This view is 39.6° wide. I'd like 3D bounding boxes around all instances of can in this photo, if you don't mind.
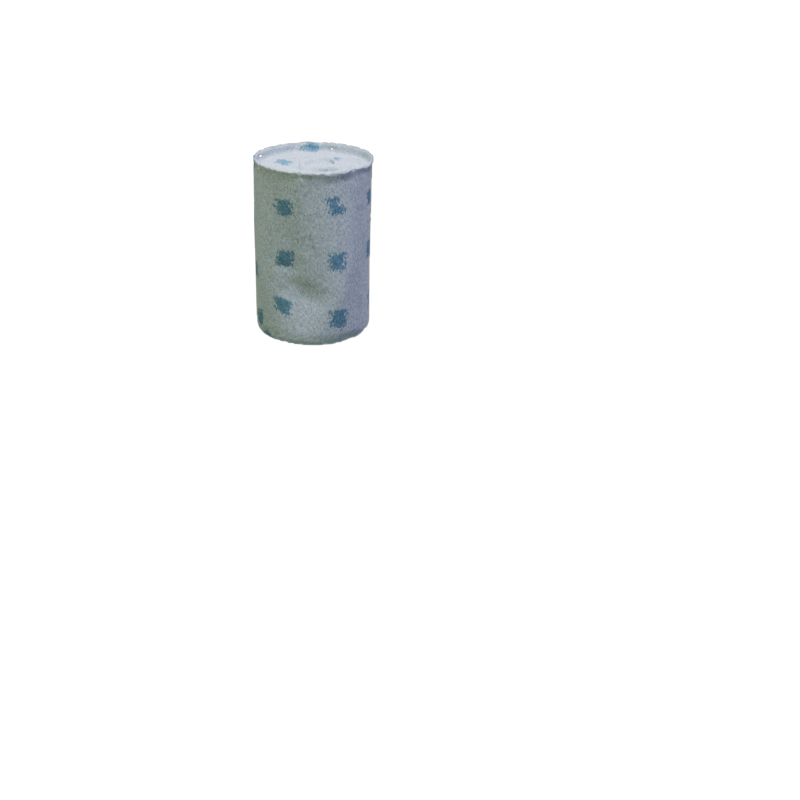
[{"bbox_3d":[-0.050,-0.091,0.637,0.068,0.098,0.072,0,22,-2],"label":"can"}]
